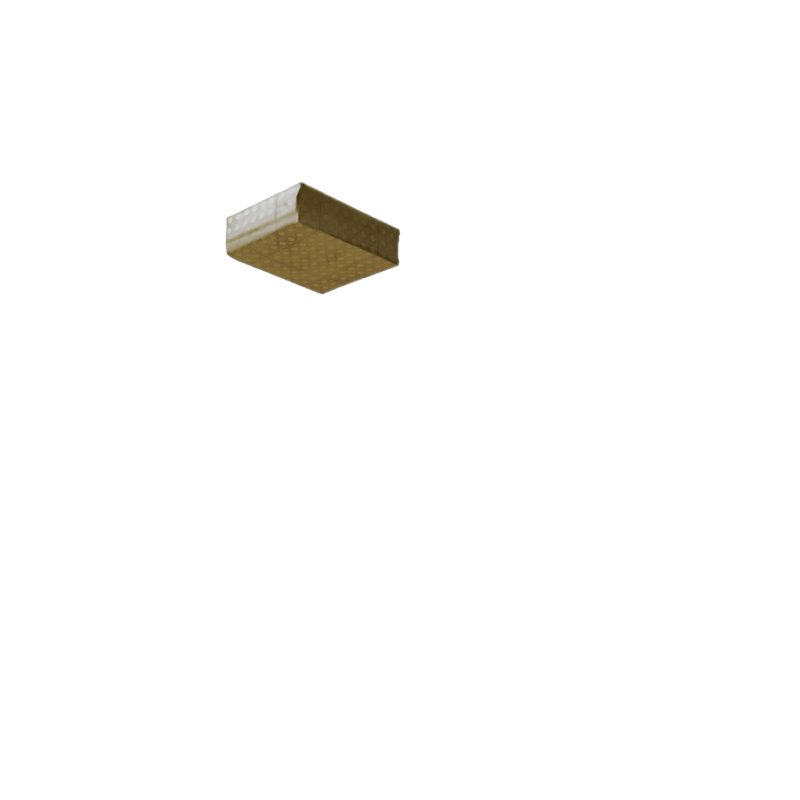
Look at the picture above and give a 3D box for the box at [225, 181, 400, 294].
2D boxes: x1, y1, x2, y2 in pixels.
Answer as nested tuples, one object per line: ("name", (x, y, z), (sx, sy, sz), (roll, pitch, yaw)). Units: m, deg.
("box", (-0.069, -0.126, 0.884), (0.091, 0.041, 0.107), (-18, -25, 42))
